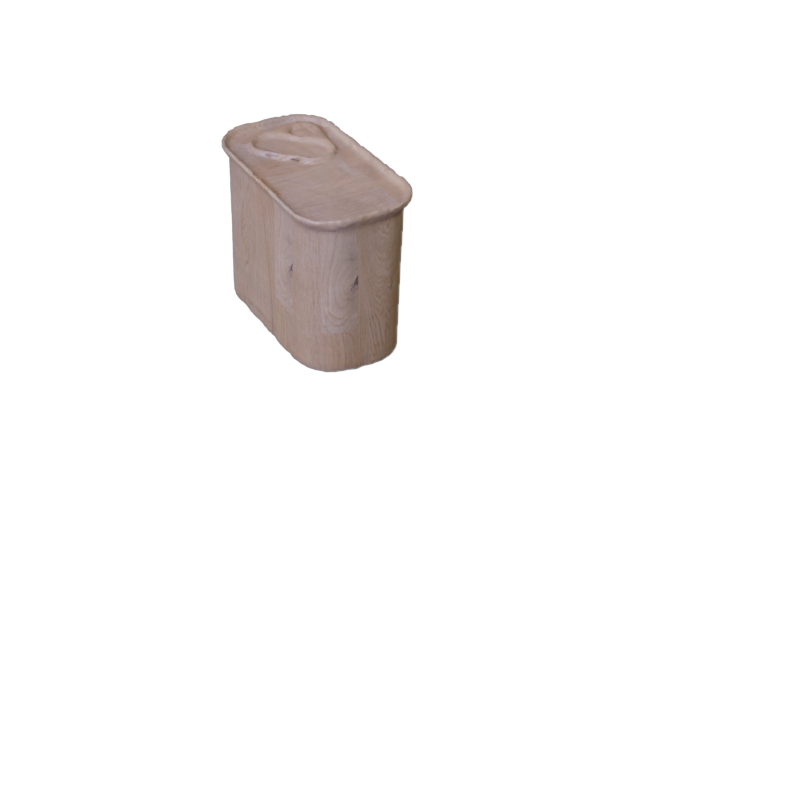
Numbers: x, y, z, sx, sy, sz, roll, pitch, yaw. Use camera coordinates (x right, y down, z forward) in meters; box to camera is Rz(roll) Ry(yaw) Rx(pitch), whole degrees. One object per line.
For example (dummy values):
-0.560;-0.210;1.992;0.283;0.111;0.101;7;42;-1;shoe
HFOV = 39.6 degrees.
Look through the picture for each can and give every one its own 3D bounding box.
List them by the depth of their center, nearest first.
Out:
-0.041;-0.074;0.516;0.057;0.078;0.110;-18;40;-25;can
